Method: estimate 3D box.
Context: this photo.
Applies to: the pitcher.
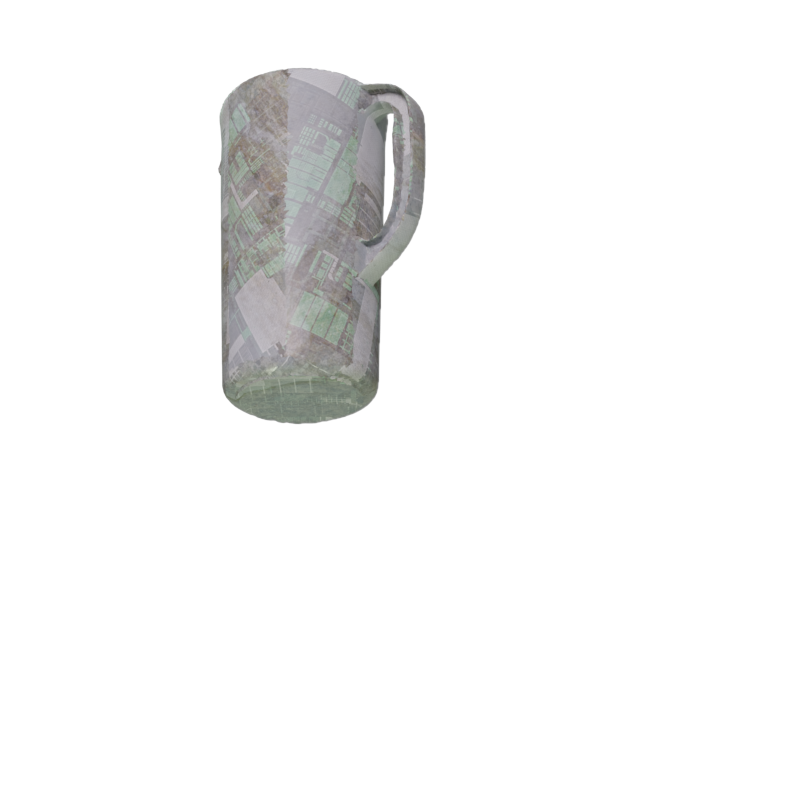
[{"bbox_3d":[-0.063,-0.116,0.810,0.143,0.258,0.142,3,-28,-10],"label":"pitcher"}]
